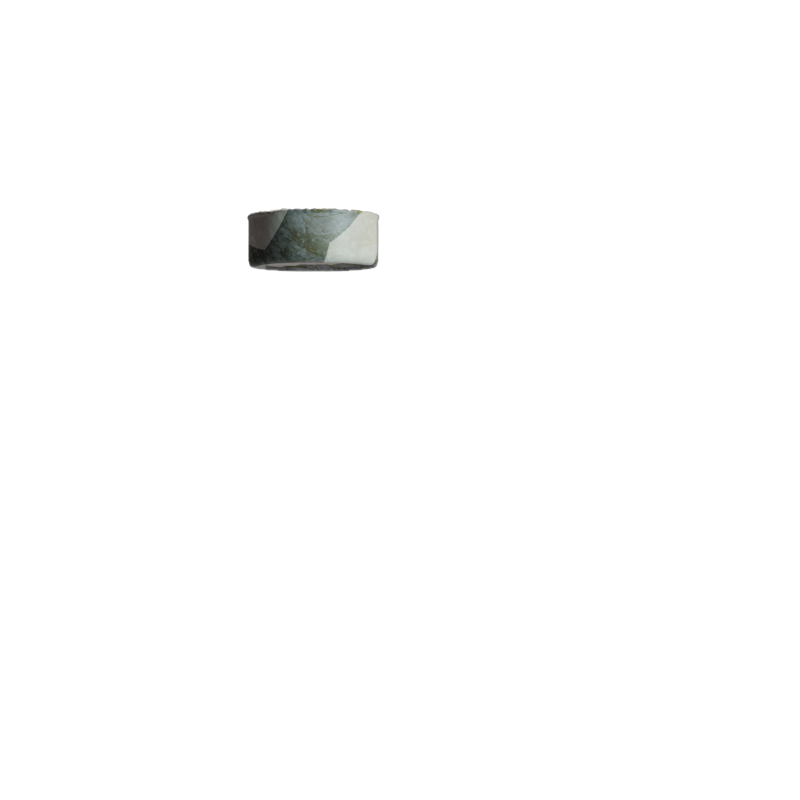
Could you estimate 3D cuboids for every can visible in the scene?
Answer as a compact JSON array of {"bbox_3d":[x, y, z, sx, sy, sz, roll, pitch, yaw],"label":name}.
[{"bbox_3d":[-0.056,-0.103,0.719,0.086,0.034,0.086,0,1,-2],"label":"can"}]
